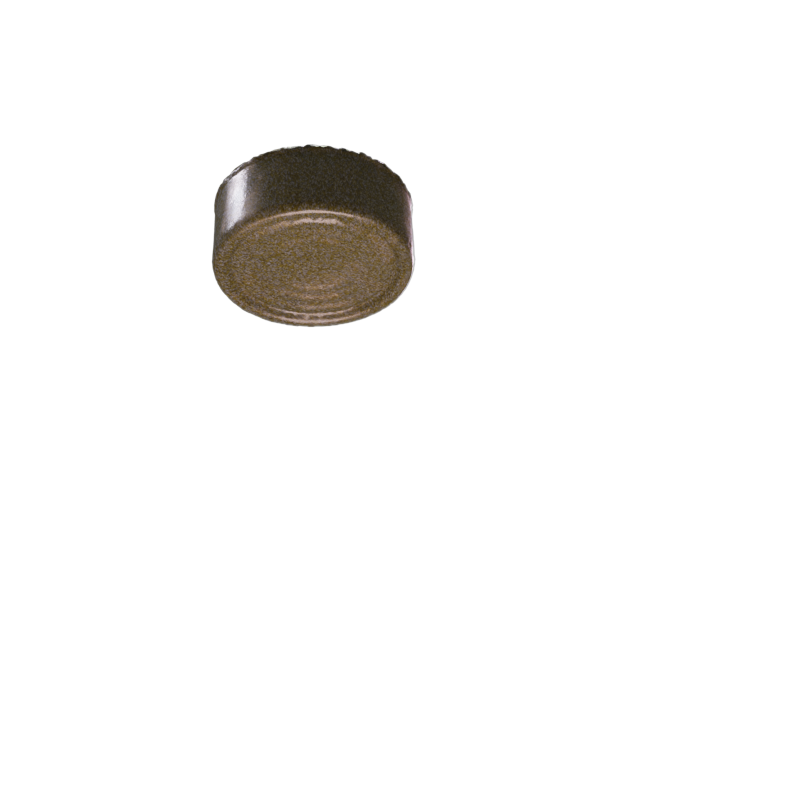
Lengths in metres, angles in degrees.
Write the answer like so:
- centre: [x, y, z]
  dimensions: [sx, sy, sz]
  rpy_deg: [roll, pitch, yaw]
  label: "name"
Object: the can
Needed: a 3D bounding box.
- centre: [-0.037, -0.067, 0.468]
  dimensions: [0.086, 0.036, 0.080]
  rpy_deg: [1, -33, -2]
  label: "can"
